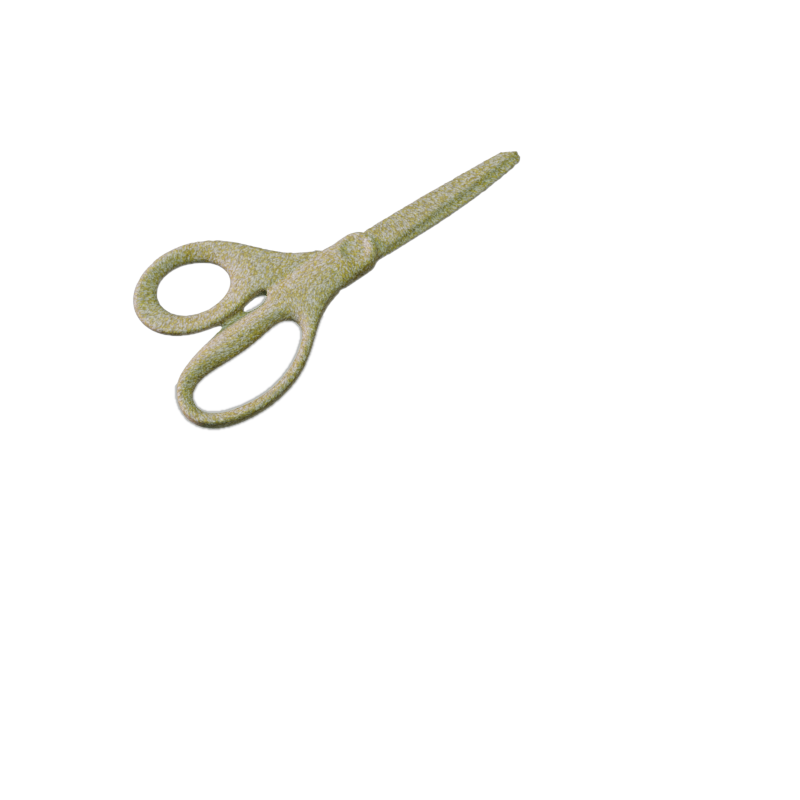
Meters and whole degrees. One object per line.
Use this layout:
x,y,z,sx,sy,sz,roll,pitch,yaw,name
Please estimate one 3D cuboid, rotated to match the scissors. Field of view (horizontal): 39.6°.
-0.041,-0.074,0.518,0.100,0.205,0.015,35,-21,15,scissors
